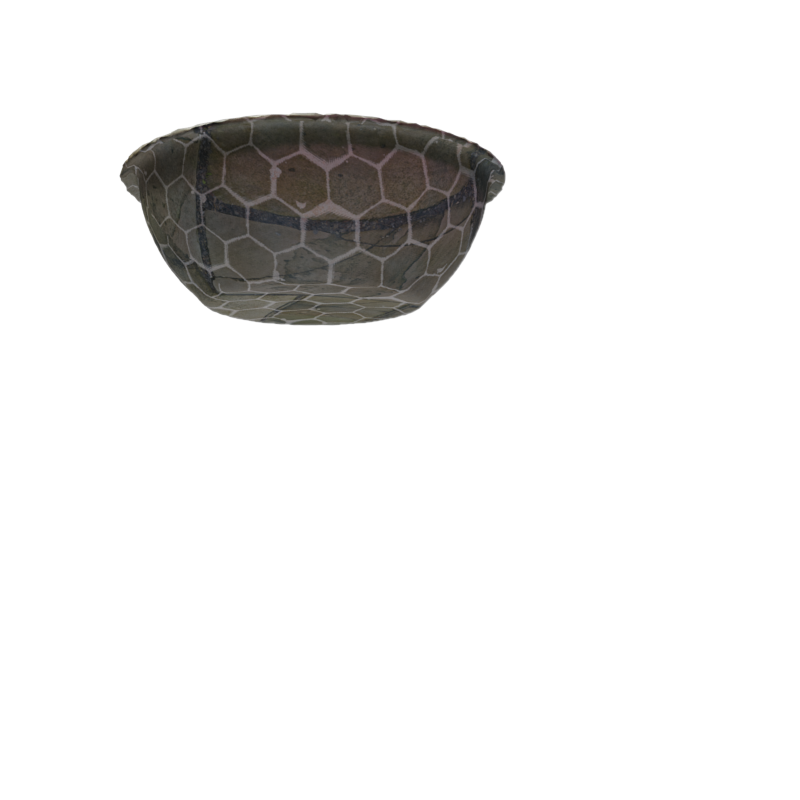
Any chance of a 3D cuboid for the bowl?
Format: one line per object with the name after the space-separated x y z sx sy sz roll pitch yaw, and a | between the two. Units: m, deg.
-0.036 -0.066 0.464 0.162 0.057 0.158 0 -8 -2 | bowl
